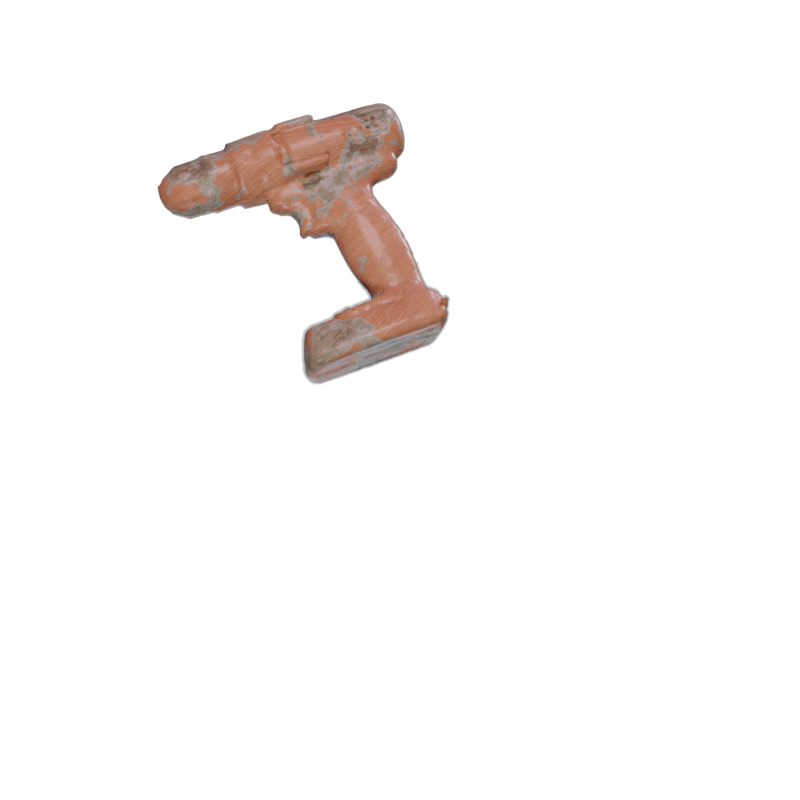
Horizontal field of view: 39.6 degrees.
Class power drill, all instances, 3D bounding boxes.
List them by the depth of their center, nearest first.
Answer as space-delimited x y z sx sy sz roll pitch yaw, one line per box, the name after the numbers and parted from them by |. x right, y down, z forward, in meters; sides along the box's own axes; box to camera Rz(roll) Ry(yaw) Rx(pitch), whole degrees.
-0.061 -0.112 0.782 0.184 0.198 0.055 -19 -20 -7 | power drill
